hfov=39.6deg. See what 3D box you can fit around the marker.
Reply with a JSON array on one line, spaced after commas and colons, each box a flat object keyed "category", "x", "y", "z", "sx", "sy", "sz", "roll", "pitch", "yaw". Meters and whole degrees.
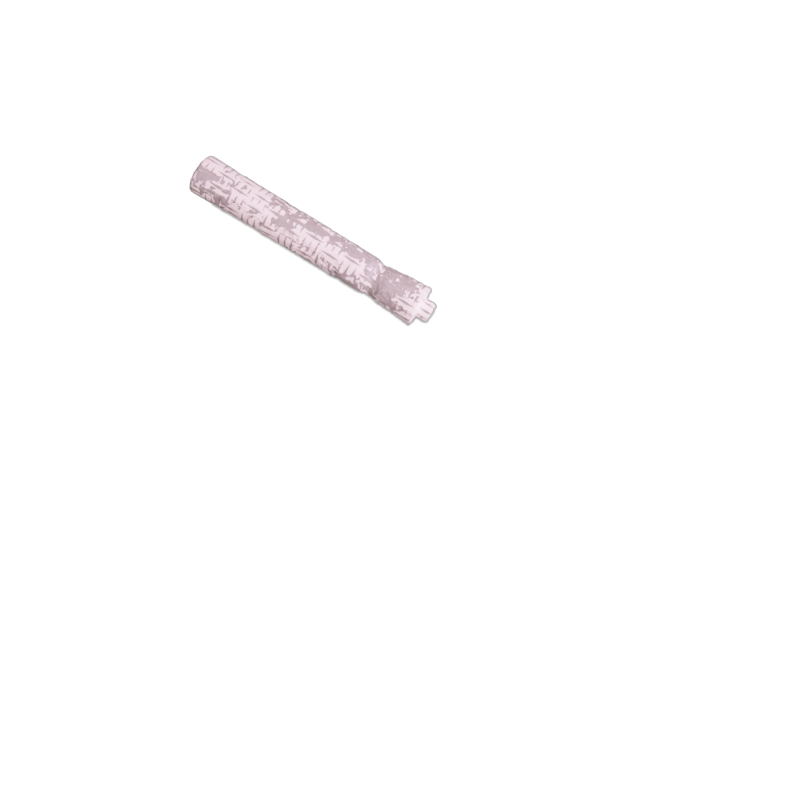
[{"category": "marker", "x": -0.038, "y": -0.069, "z": 0.484, "sx": 0.124, "sy": 0.019, "sz": 0.019, "roll": 32, "pitch": 10, "yaw": 11}]
